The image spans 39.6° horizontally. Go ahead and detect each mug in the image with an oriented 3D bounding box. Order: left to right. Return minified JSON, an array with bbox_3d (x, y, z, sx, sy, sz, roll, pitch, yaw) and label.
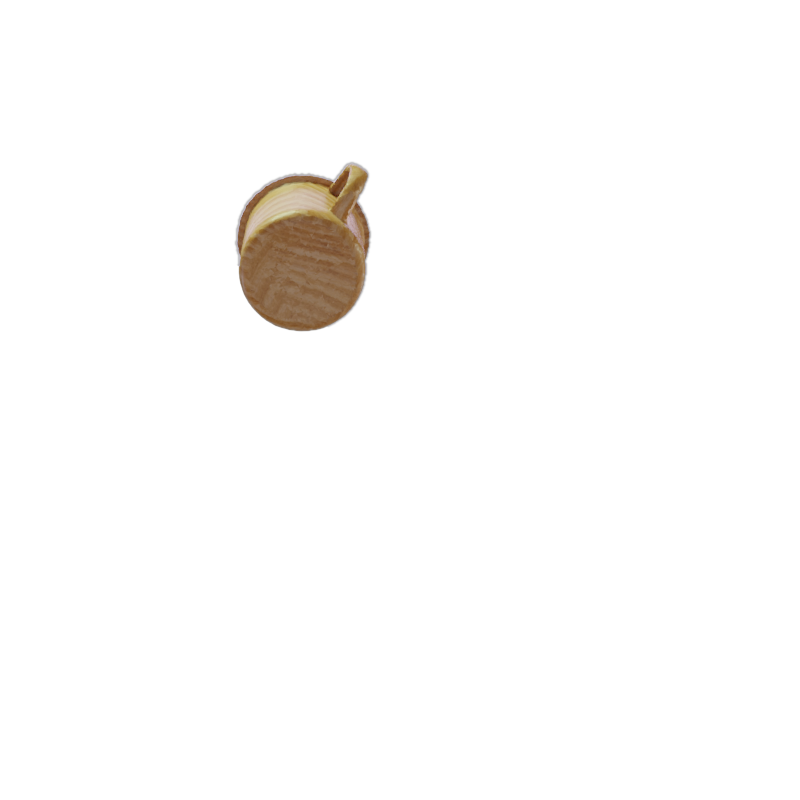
[{"bbox_3d":[-0.057,-0.105,0.734,0.091,0.115,0.085,35,15,-13],"label":"mug"}]
